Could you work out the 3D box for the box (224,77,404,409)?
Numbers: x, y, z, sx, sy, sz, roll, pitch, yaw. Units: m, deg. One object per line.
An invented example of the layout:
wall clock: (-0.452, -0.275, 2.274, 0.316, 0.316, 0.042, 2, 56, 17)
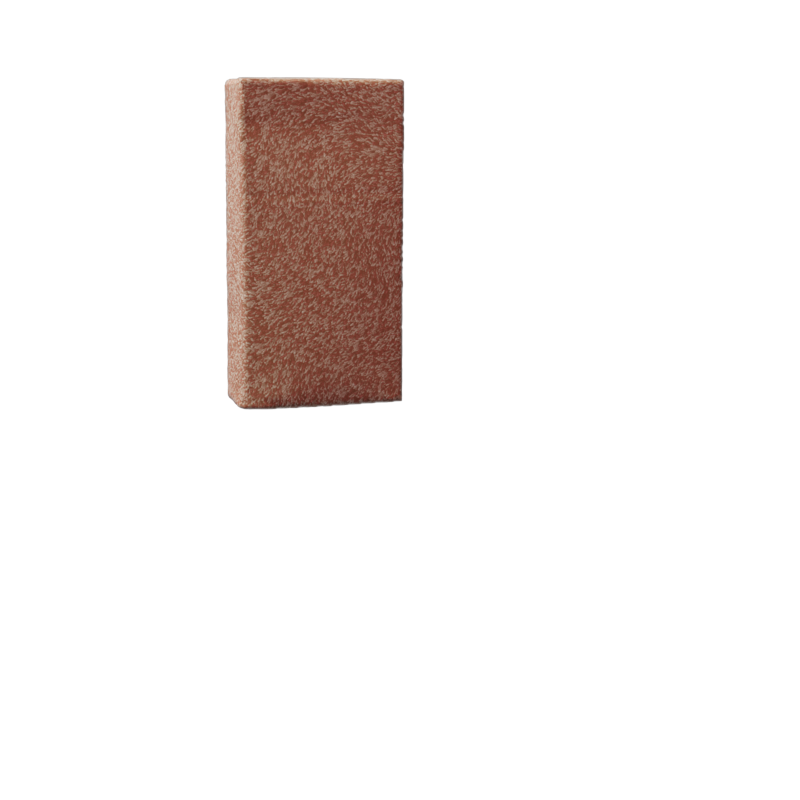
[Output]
box: (-0.047, -0.086, 0.603, 0.091, 0.174, 0.050, -2, 5, -18)
